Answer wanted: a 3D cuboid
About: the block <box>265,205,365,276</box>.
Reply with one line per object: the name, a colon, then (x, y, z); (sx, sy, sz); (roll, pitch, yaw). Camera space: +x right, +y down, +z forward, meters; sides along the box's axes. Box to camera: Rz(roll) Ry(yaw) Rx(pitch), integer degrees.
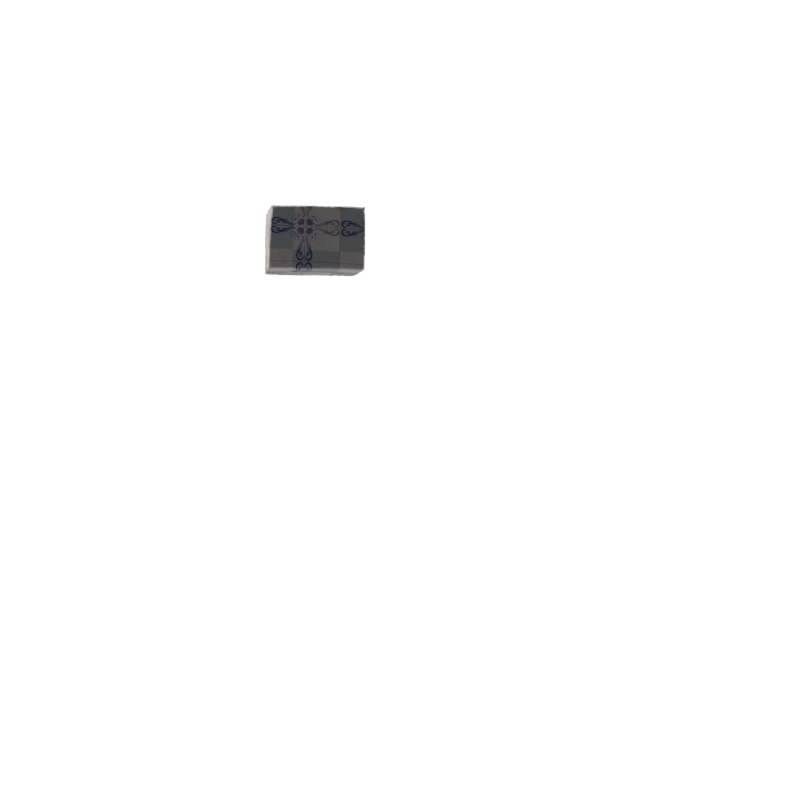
block: (-0.070, -0.129, 0.900); (0.077, 0.052, 0.053); (0, -3, -9)
